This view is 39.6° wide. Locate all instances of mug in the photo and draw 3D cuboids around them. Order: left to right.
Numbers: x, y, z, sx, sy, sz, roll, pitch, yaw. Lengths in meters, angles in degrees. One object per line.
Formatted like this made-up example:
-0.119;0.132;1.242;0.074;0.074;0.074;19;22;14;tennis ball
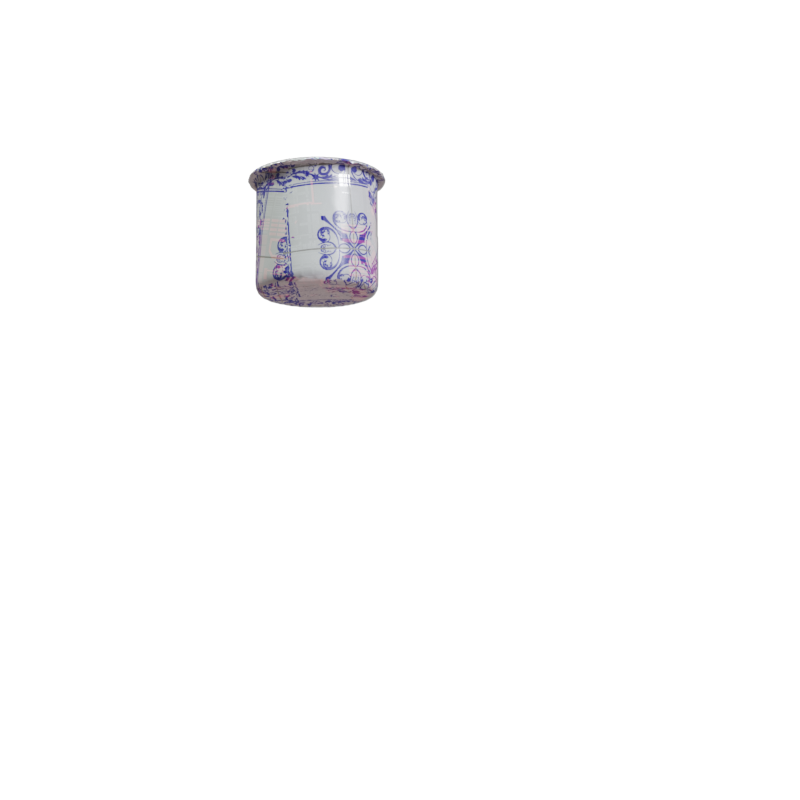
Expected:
-0.059;-0.108;0.755;0.091;0.084;0.116;3;-11;-14;mug
